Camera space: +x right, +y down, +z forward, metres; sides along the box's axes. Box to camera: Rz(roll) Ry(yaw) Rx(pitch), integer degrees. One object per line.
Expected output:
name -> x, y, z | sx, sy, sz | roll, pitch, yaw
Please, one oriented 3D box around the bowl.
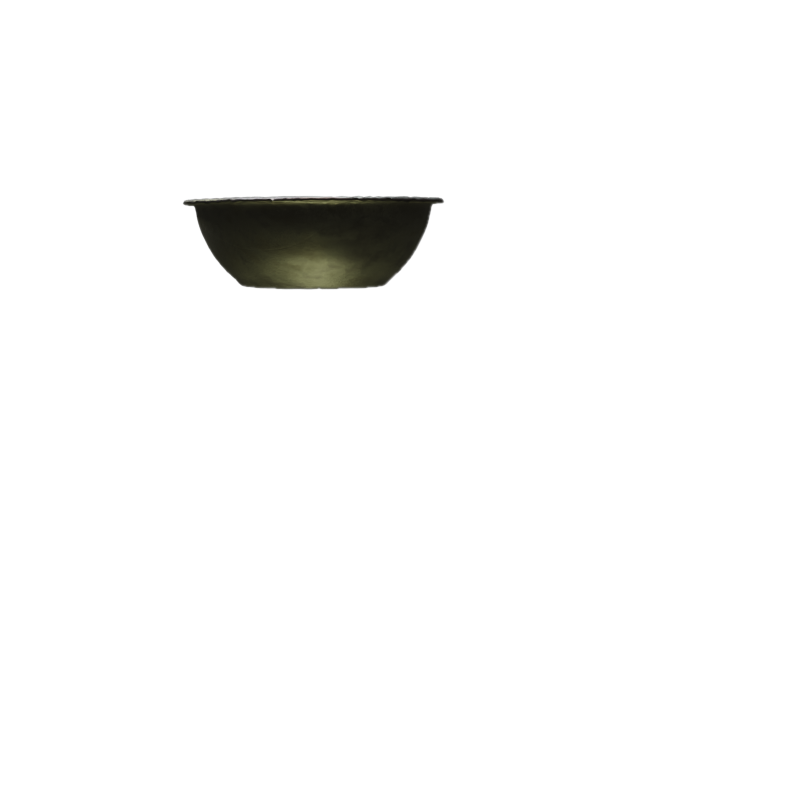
bowl -> -0.054, -0.099, 0.692 | 0.162, 0.054, 0.164 | 0, 8, -2
